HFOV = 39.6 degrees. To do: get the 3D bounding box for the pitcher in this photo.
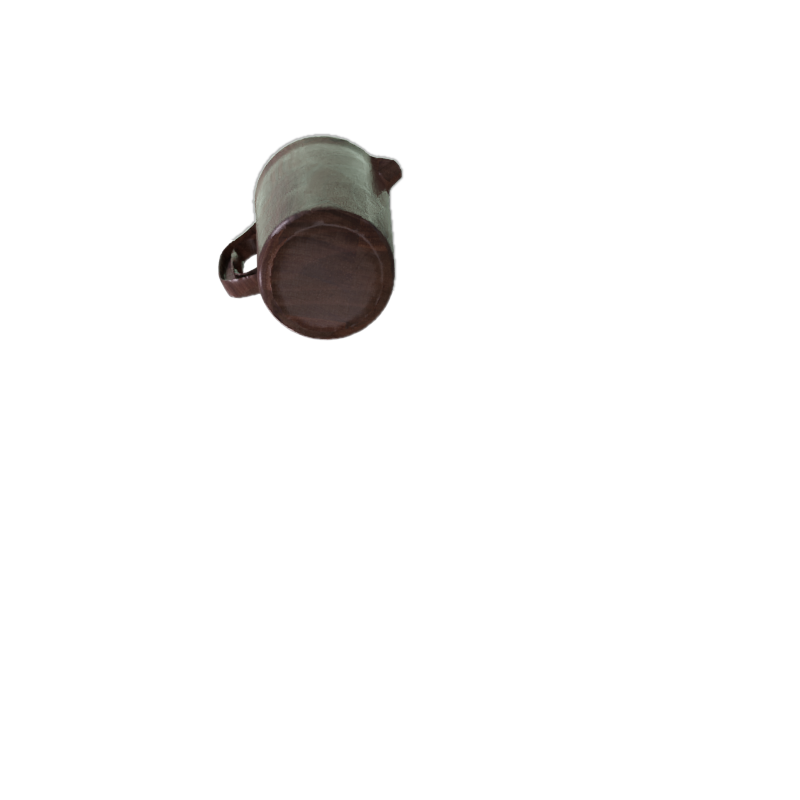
[{"bbox_3d":[-0.076,-0.138,0.965,0.143,0.145,0.254,17,20,-10],"label":"pitcher"}]
